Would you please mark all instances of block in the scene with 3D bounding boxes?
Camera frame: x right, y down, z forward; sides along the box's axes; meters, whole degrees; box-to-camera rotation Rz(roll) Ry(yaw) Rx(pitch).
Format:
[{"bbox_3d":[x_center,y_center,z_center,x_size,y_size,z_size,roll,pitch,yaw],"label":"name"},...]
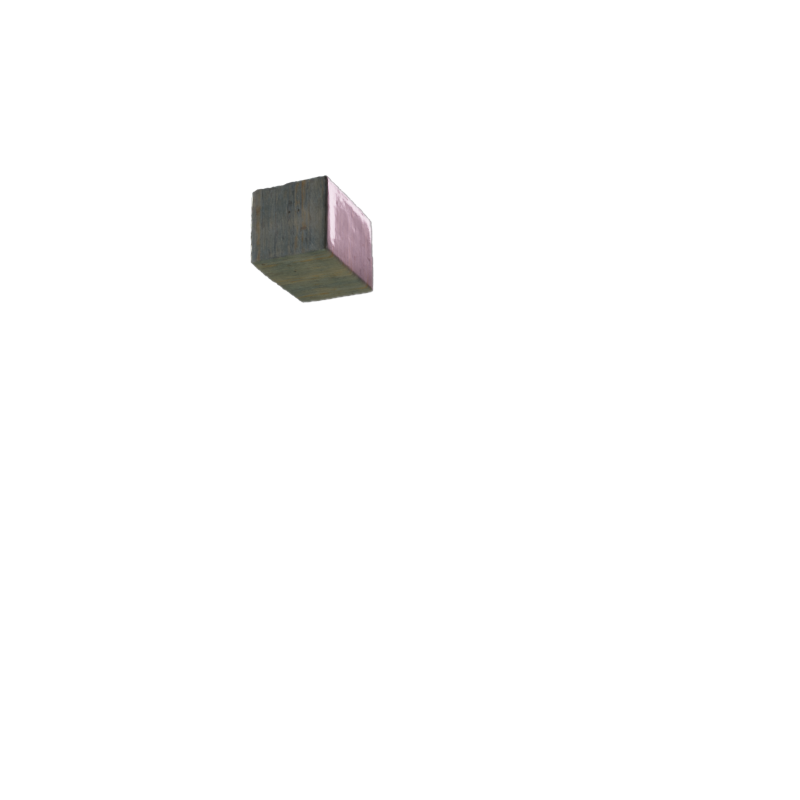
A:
[{"bbox_3d":[-0.055,-0.100,0.704,0.054,0.054,0.073,-8,-20,20],"label":"block"}]
